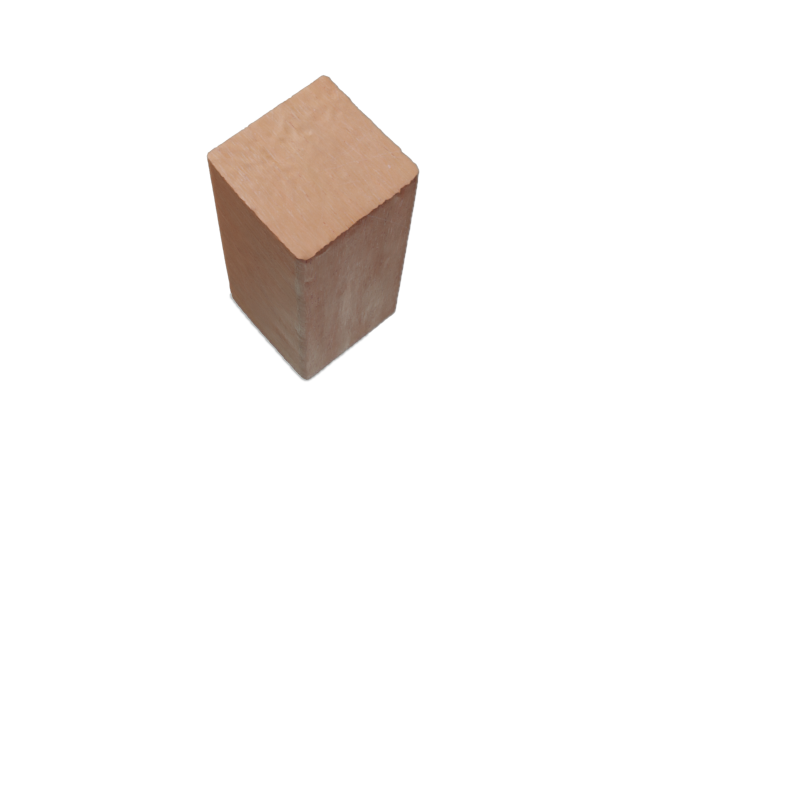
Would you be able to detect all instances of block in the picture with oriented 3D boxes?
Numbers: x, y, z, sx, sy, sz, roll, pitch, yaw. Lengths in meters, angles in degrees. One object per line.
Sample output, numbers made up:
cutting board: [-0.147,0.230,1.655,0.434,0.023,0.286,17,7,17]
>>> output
block: [-0.056,-0.102,0.717,0.091,0.094,0.196,-38,-13,-15]
